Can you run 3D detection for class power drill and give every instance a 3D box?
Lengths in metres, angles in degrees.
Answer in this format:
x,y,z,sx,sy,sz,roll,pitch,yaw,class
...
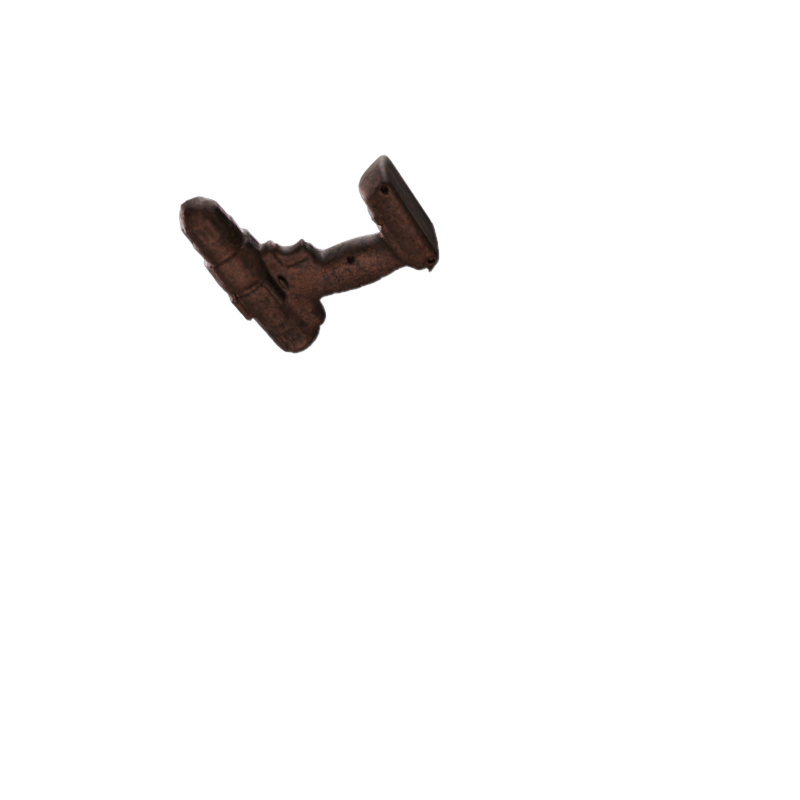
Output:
x,y,z,sx,sy,sz,roll,pitch,yaw,class
-0.075,-0.138,0.964,0.188,0.062,0.171,-24,-52,20,power drill
